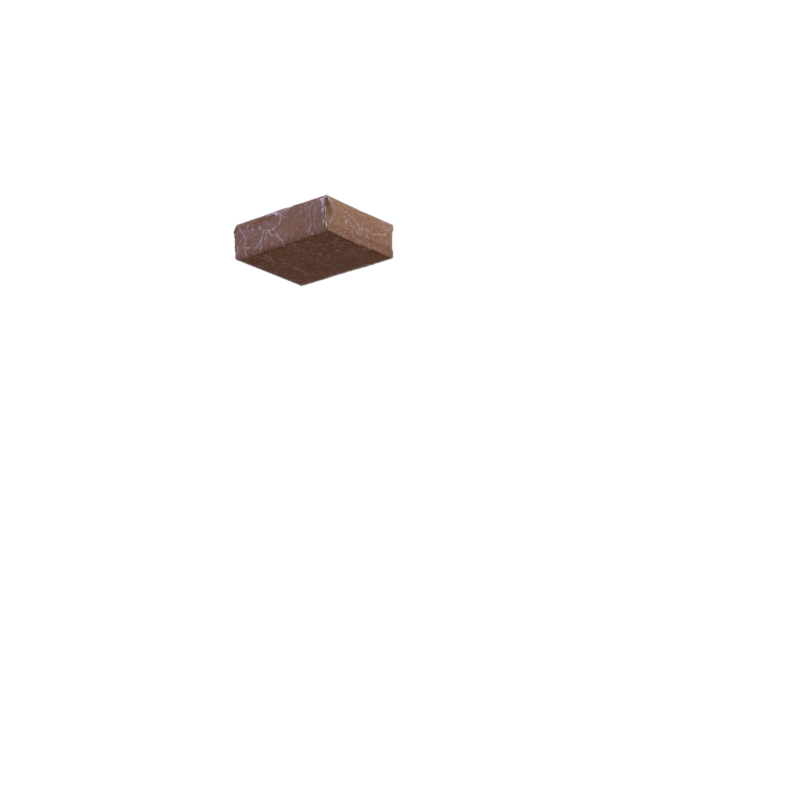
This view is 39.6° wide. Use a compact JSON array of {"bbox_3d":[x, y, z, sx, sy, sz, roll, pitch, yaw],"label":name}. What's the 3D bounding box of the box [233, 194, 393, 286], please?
[{"bbox_3d":[-0.061,-0.111,0.781,0.091,0.031,0.069,-11,-18,37],"label":"box"}]
